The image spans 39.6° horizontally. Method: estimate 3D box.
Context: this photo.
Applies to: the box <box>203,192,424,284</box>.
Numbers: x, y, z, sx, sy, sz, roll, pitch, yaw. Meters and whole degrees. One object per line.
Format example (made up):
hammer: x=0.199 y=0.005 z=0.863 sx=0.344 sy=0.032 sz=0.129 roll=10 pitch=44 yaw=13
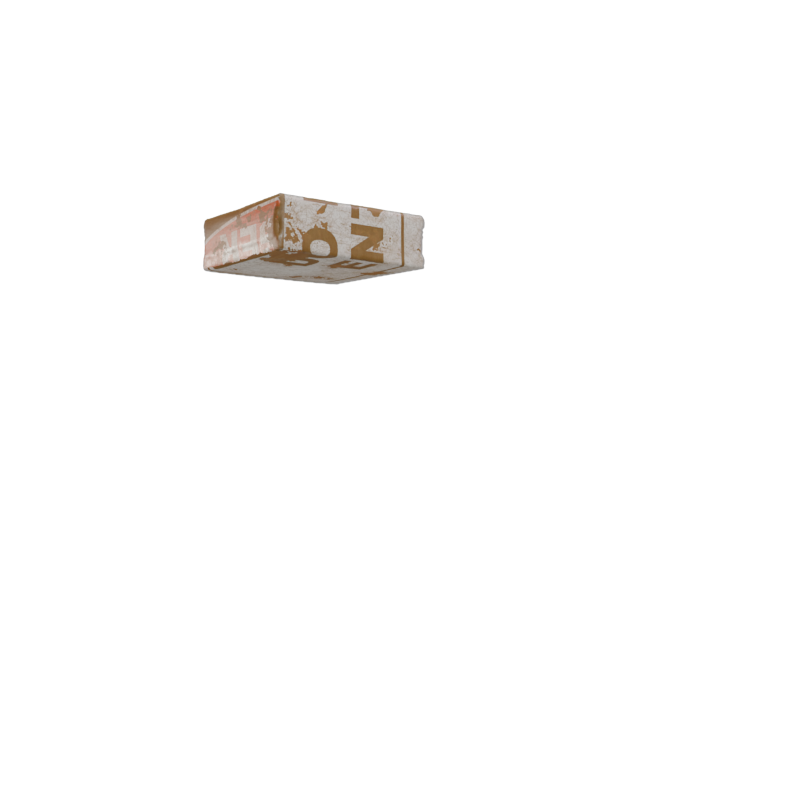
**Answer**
box: x=-0.044 y=-0.080 z=0.559 sx=0.085 sy=0.031 sz=0.075 roll=2 pitch=-4 yaw=-36
